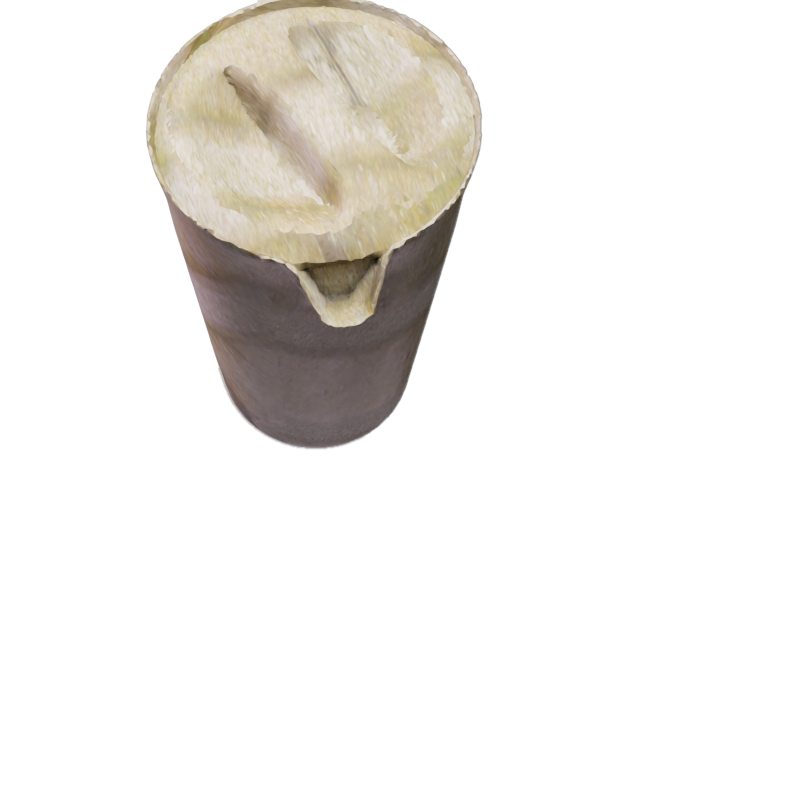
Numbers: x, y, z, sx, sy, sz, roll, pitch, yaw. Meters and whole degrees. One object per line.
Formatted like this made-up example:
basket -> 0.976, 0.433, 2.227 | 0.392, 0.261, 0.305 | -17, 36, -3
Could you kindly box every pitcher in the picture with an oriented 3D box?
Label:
pitcher -> -0.042, -0.077, 0.542 | 0.150, 0.153, 0.229 | 32, -23, 12
